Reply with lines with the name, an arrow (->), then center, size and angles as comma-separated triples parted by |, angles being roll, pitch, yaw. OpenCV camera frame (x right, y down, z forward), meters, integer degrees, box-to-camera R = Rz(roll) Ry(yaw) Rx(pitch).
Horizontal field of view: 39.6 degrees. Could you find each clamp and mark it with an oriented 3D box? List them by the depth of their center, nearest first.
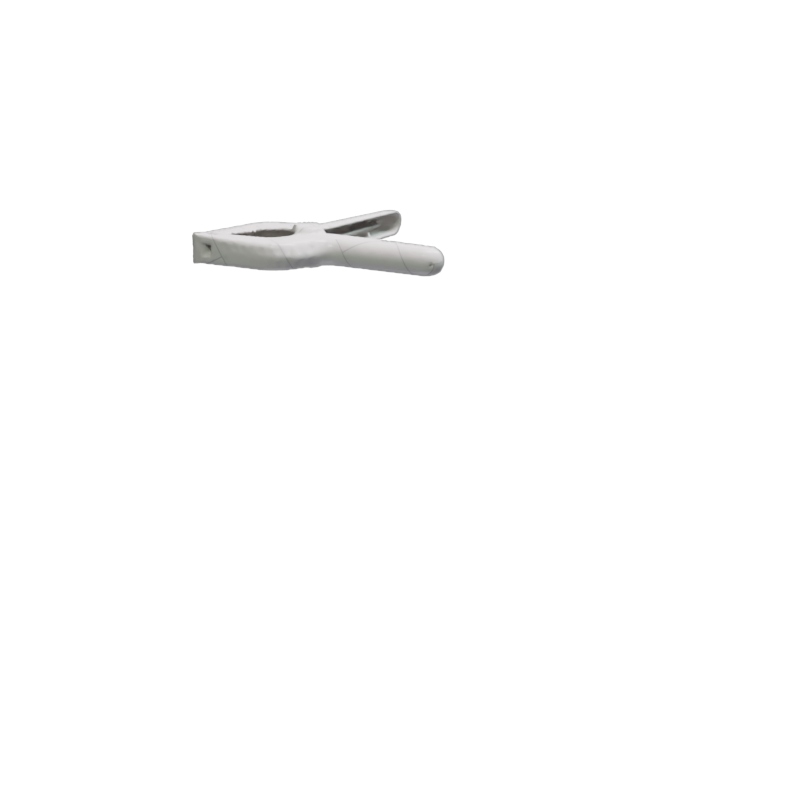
clamp -> -0.077, -0.140, 0.980 | 0.209, 0.035, 0.172 | -1, 20, -4
